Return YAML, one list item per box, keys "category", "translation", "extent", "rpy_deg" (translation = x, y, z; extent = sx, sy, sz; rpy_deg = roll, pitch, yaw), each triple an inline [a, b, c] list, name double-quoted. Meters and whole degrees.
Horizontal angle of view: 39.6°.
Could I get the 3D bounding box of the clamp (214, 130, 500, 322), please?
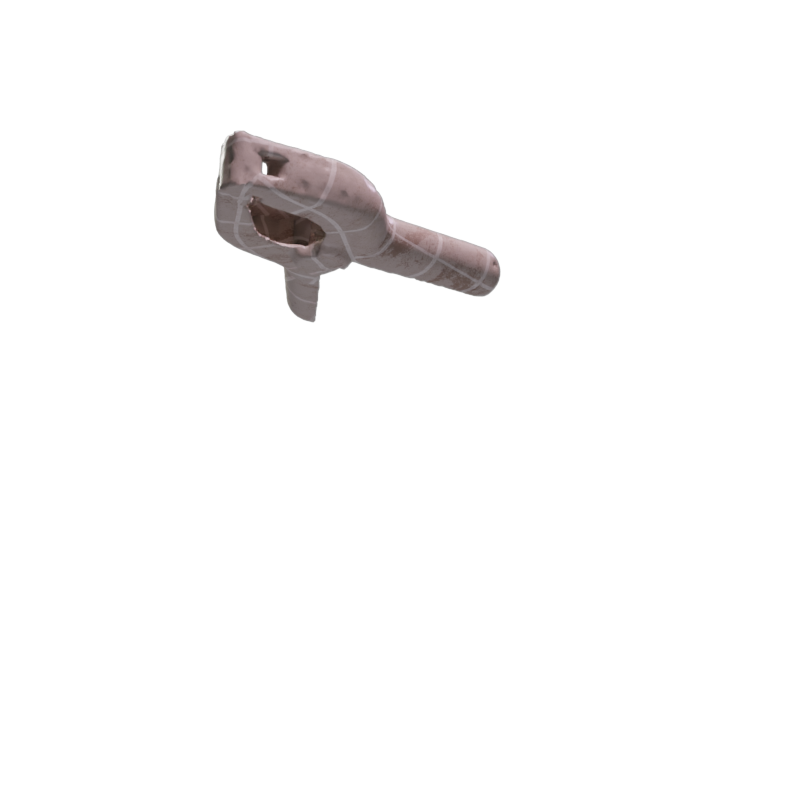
- category: "clamp"
  translation: [-0.042, -0.077, 0.541]
  extent: [0.121, 0.042, 0.160]
  rpy_deg: [-17, -29, 33]
